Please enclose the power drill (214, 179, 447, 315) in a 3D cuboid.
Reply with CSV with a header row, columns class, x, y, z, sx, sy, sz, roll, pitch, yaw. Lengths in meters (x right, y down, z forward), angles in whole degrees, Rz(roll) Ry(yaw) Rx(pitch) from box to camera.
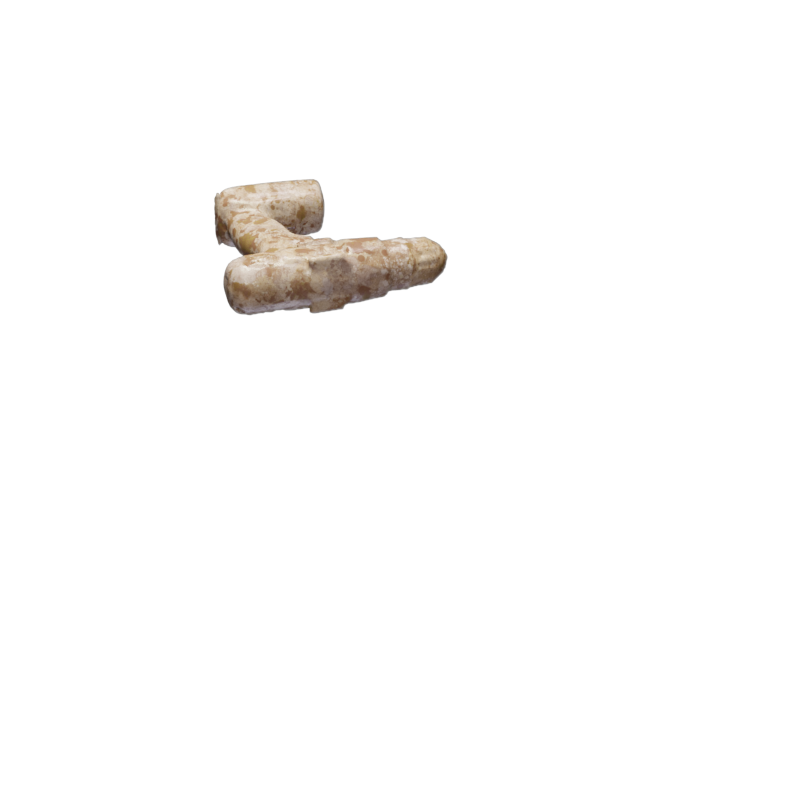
class,x,y,z,sx,sy,sz,roll,pitch,yaw
power drill,-0.074,-0.136,0.949,0.181,0.054,0.201,-9,28,-17
